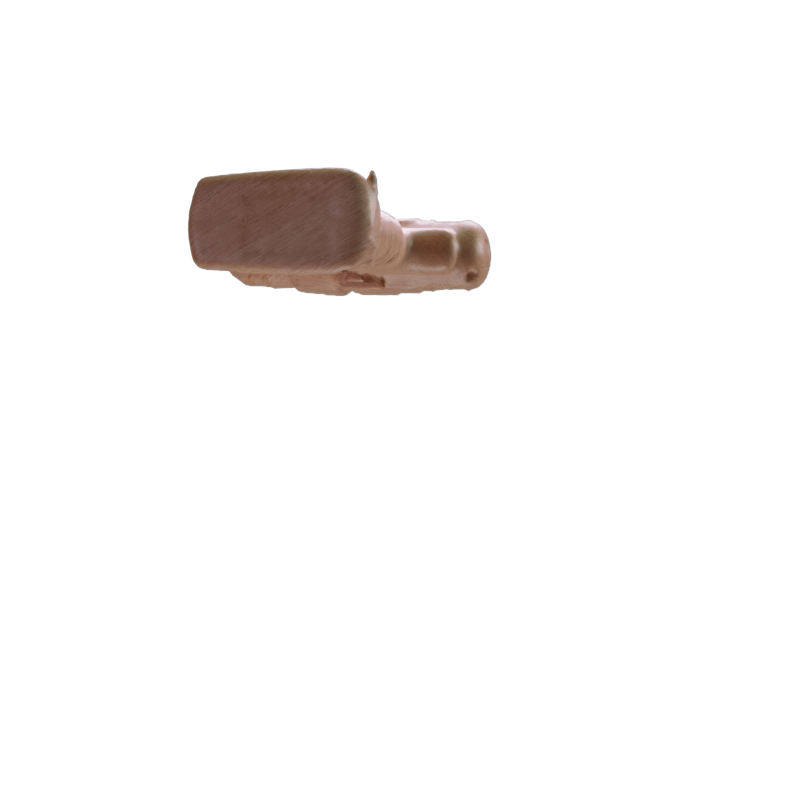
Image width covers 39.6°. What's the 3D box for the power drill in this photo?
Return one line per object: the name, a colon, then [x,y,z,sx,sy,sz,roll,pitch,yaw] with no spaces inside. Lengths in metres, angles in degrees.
power drill: [-0.053,-0.097,0.677,0.189,0.058,0.182,0,1,20]
